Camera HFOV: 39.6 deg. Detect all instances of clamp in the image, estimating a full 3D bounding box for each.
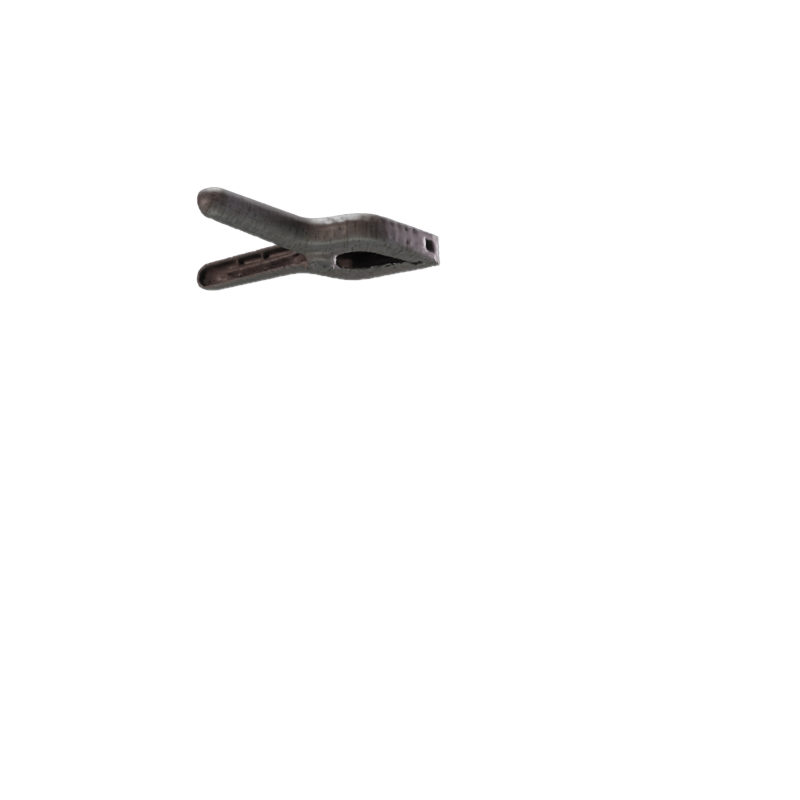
[{"bbox_3d":[-0.071,-0.130,0.912,0.210,0.038,0.157,0,-17,0],"label":"clamp"}]
